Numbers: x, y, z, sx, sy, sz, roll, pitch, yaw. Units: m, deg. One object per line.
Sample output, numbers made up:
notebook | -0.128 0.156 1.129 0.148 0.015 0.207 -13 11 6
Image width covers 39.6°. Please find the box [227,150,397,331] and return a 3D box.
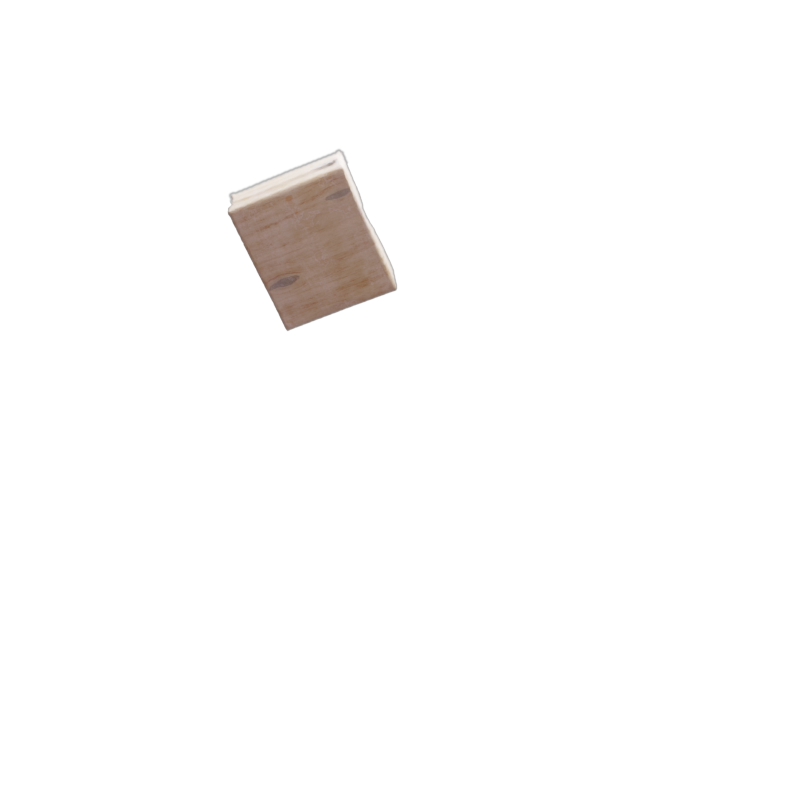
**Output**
box | -0.052 -0.095 0.662 0.073 0.084 0.032 -21 24 9
